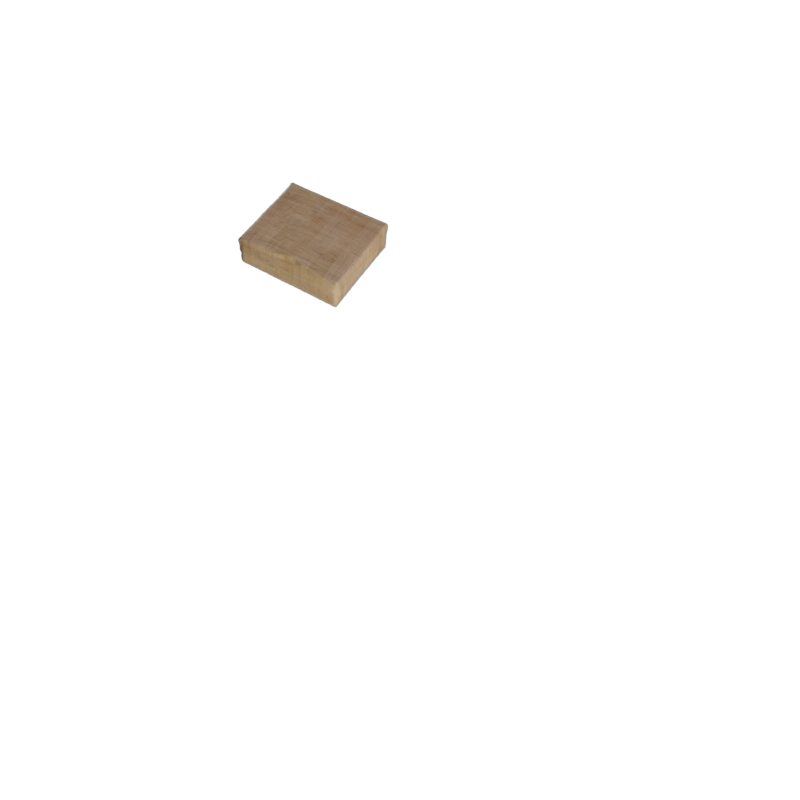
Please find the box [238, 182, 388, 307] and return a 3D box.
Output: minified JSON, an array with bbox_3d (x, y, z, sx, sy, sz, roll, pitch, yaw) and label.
[{"bbox_3d":[-0.066,-0.120,0.838,0.093,0.075,0.028,26,-35,20],"label":"box"}]
